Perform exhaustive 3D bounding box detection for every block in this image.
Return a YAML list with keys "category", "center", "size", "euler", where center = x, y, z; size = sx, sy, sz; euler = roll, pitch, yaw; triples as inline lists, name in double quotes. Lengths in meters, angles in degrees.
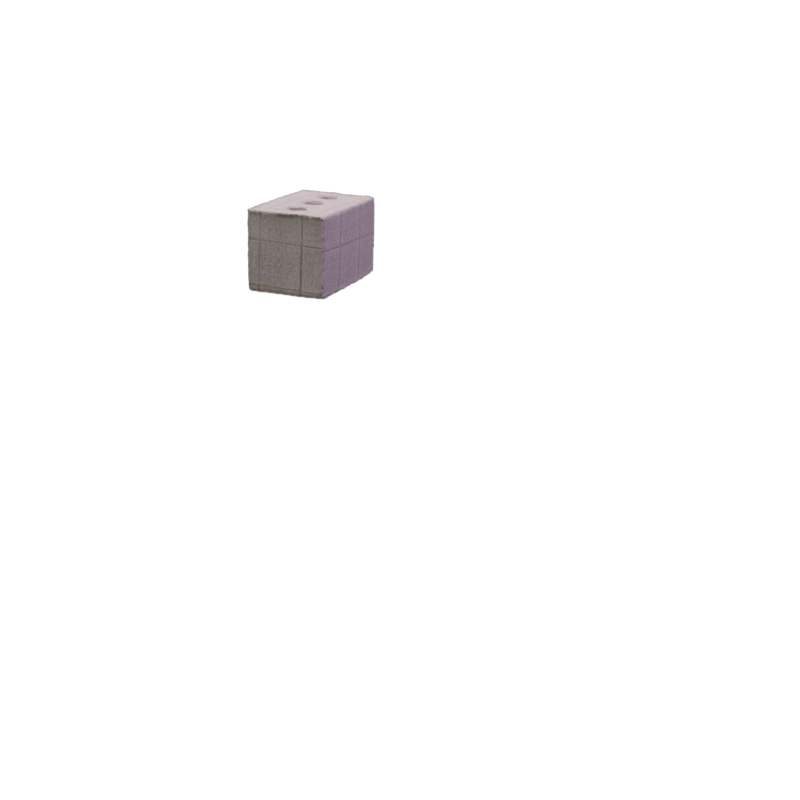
- category: "block"
  center: [-0.054, -0.098, 0.688]
  size: [0.054, 0.049, 0.078]
  euler: [7, 19, 21]
